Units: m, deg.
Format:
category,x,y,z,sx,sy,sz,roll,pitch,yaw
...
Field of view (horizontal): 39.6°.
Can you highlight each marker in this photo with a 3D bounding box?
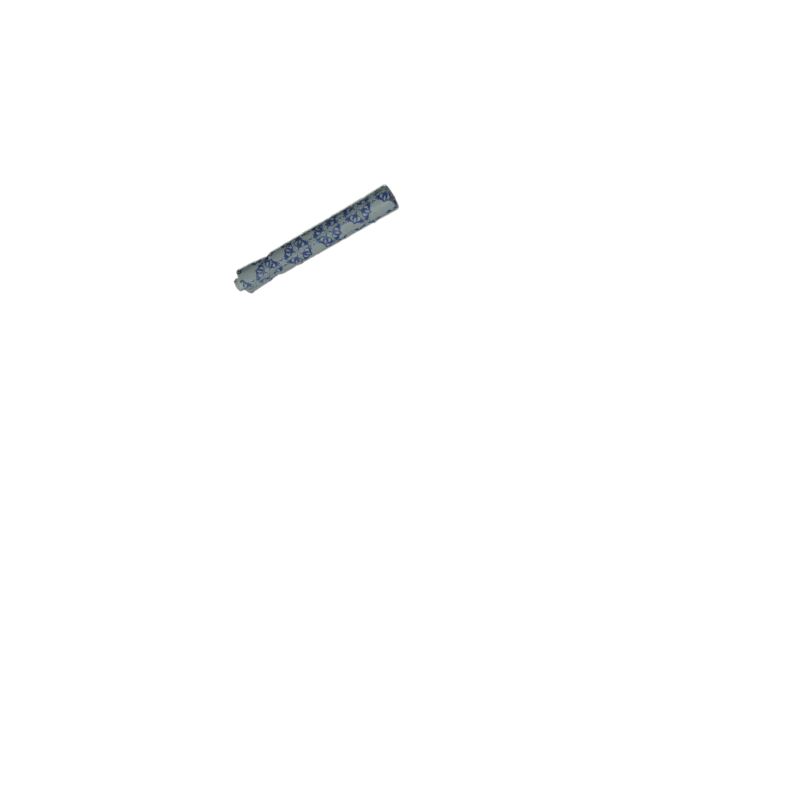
category,x,y,z,sx,sy,sz,roll,pitch,yaw
marker,-0.057,-0.104,0.730,0.121,0.020,0.019,-28,-2,13
